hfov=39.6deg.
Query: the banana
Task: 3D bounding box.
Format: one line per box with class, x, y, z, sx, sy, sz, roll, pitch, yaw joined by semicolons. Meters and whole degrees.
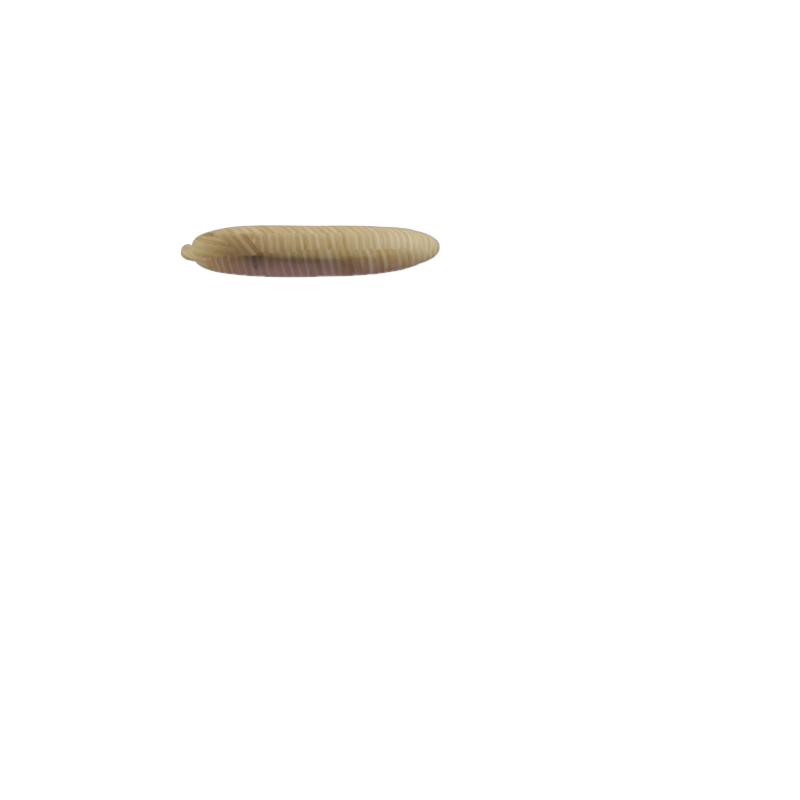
banana;-0.069;-0.113;0.817;0.198;0.035;0.072;1;19;3
